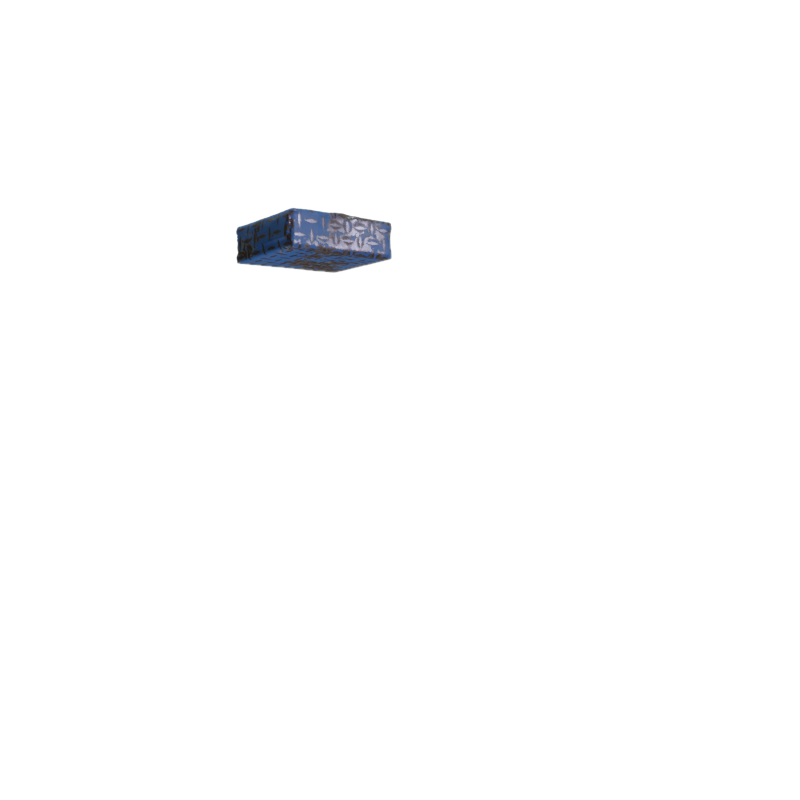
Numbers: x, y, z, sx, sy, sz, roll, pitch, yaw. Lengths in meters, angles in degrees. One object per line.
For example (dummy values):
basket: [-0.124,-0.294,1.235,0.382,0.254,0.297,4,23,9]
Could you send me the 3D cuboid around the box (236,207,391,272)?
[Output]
box: [-0.062,-0.114,0.796,0.085,0.031,0.075,3,-6,-35]
